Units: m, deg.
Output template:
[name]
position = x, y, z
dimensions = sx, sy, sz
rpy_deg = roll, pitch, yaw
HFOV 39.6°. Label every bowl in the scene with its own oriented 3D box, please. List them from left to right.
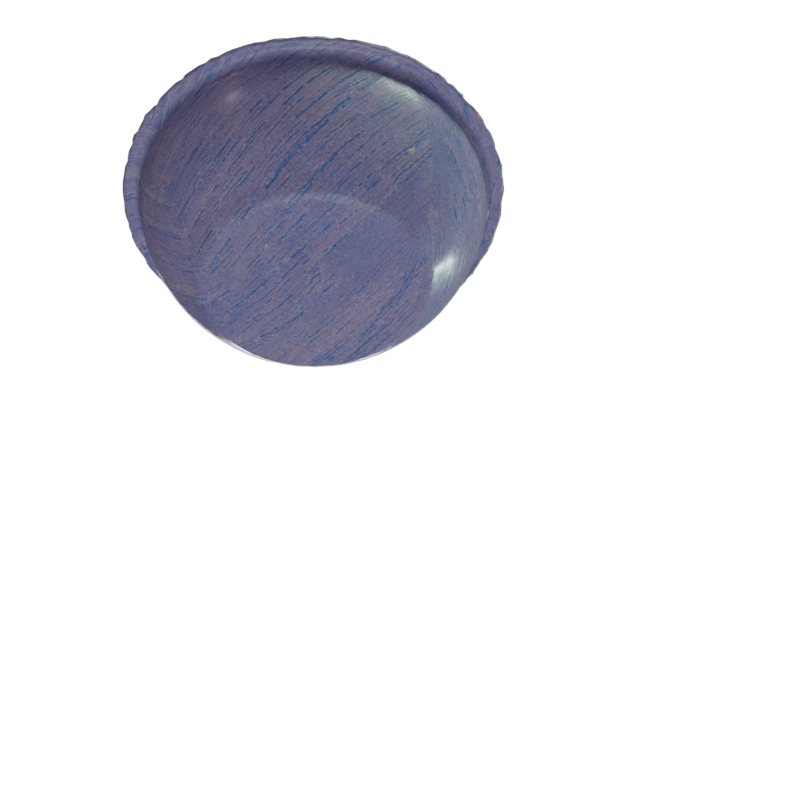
[bowl]
position = -0.036, -0.065, 0.453
dimensions = 0.162, 0.151, 0.059
rpy_deg = 1, 43, -1
